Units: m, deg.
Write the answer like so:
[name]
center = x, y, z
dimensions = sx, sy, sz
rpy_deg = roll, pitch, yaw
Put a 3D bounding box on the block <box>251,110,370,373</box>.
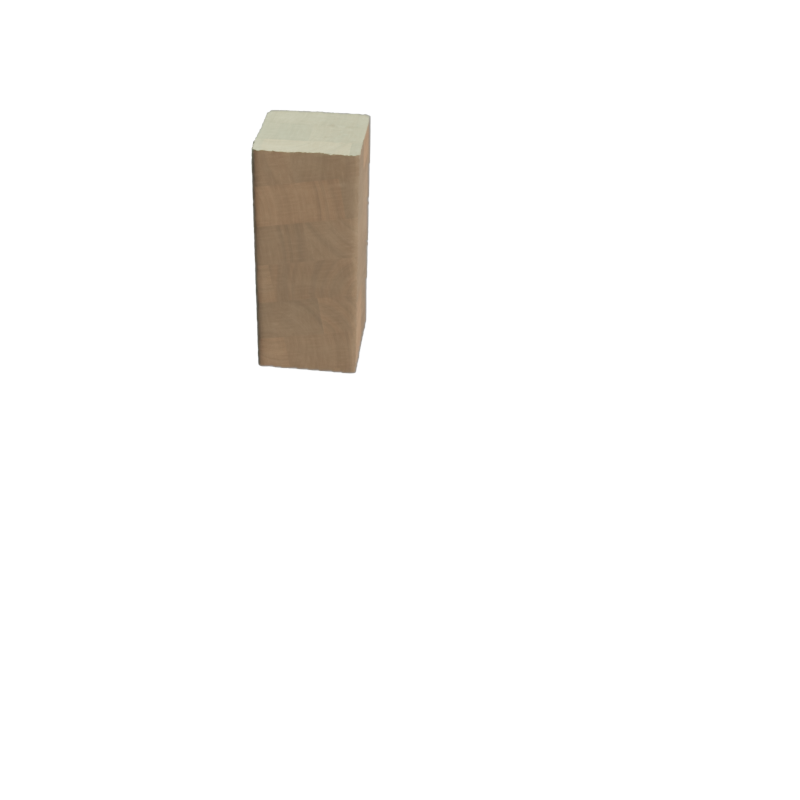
[block]
center = -0.075, -0.137, 0.956
dimensions = 0.091, 0.194, 0.096
rpy_deg = 4, 31, 4
